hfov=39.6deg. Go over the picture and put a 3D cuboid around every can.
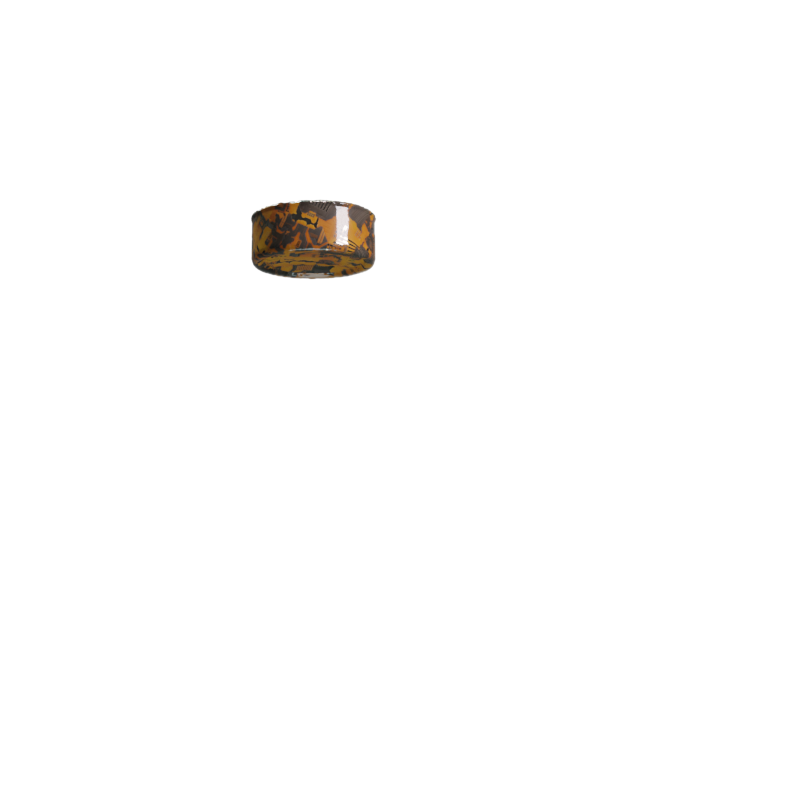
[{"bbox_3d":[-0.059,-0.108,0.758,0.086,0.035,0.084,0,-9,-2],"label":"can"}]
